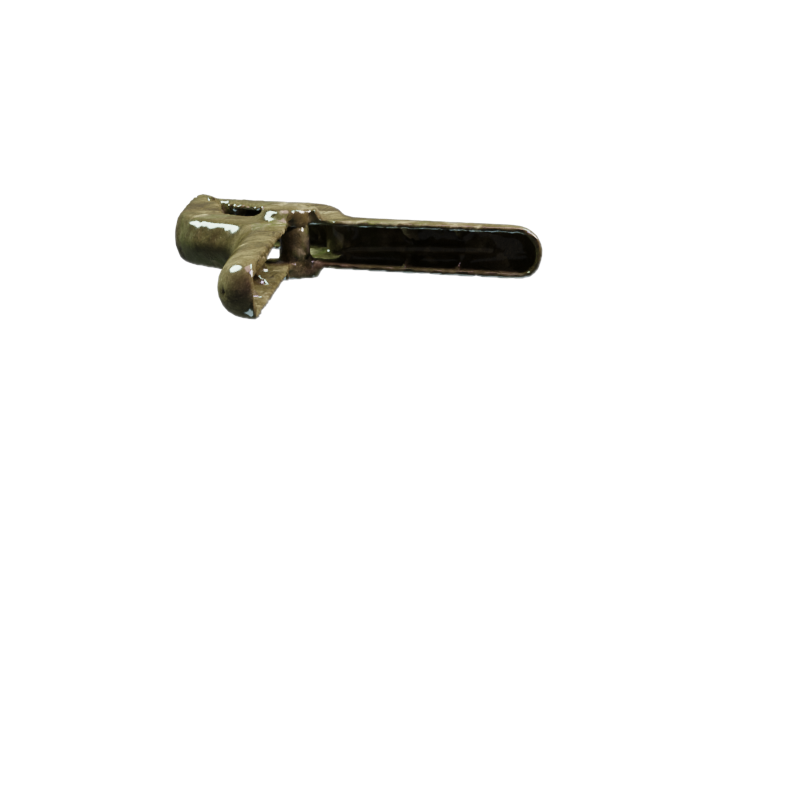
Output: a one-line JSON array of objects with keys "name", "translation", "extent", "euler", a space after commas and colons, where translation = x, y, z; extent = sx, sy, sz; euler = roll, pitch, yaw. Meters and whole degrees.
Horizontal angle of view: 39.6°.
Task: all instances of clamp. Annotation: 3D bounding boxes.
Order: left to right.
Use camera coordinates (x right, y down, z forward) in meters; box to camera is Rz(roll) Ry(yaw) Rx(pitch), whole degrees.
[{"name": "clamp", "translation": [-0.044, -0.080, 0.563], "extent": [0.160, 0.035, 0.222], "euler": [-8, 18, -25]}]
